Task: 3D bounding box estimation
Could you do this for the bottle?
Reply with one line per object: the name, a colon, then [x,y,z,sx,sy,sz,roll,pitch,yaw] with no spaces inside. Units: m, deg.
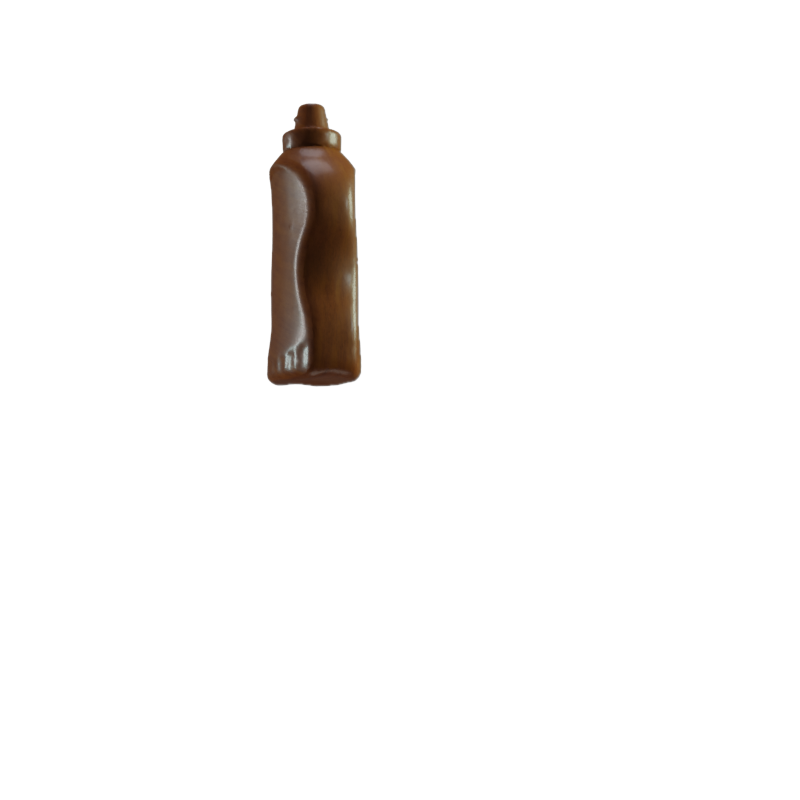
bottle: [-0.060,-0.108,0.754,0.057,0.197,0.096,2,-10,-17]
